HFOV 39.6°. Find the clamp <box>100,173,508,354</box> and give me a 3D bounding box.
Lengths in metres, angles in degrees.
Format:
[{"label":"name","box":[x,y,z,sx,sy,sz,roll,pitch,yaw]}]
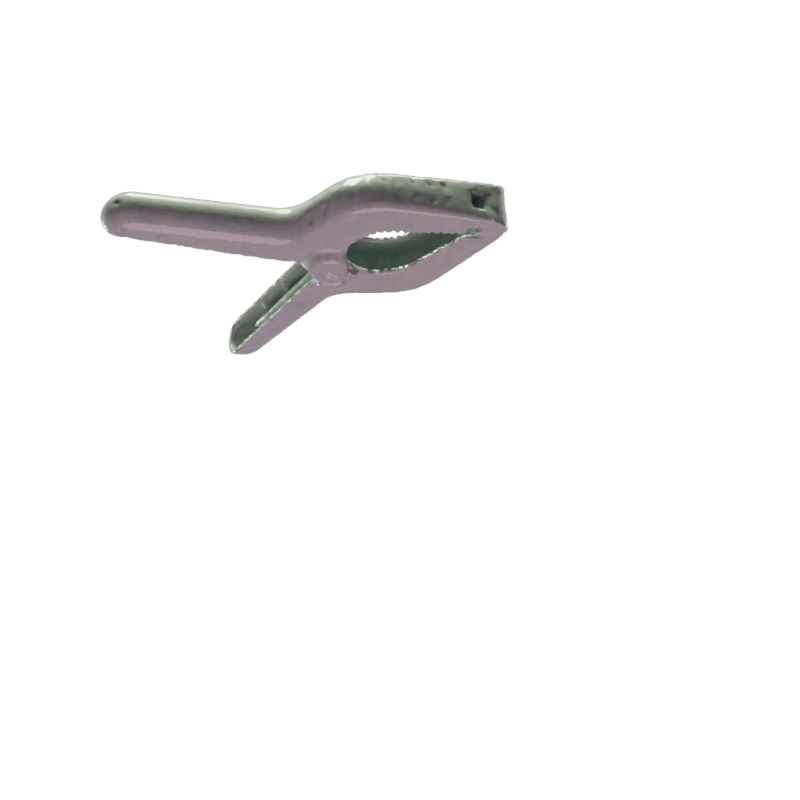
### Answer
[{"label":"clamp","box":[-0.048,-0.088,0.613,0.213,0.039,0.152,-14,-30,25]}]
